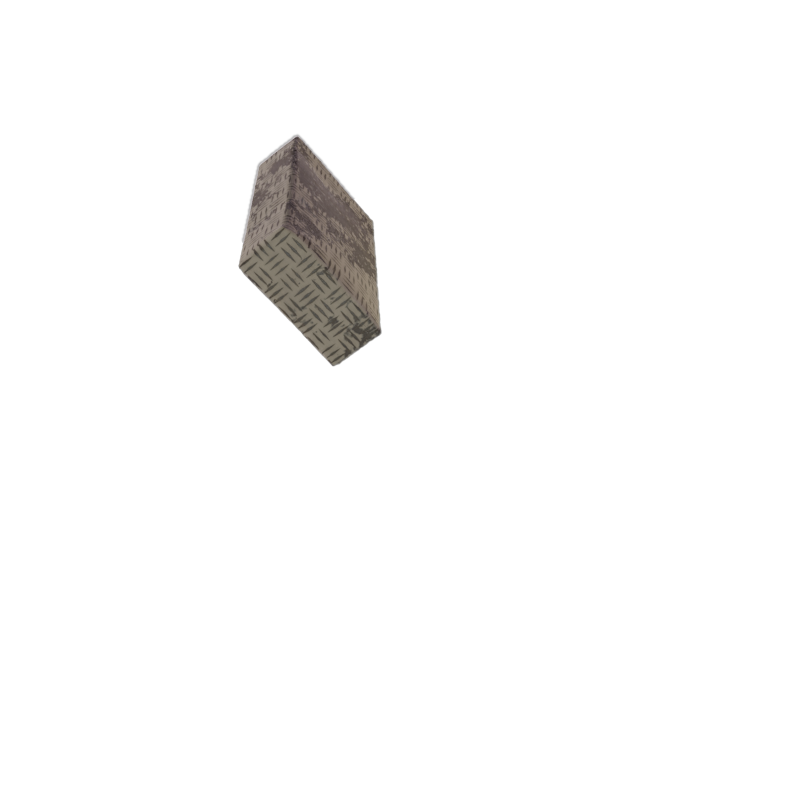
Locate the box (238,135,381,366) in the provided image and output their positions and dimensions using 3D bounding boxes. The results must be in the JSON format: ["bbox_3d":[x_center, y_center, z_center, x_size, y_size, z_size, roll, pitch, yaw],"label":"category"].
[{"bbox_3d":[-0.058,-0.106,0.744,0.048,0.089,0.186,-37,23,15],"label":"box"}]
